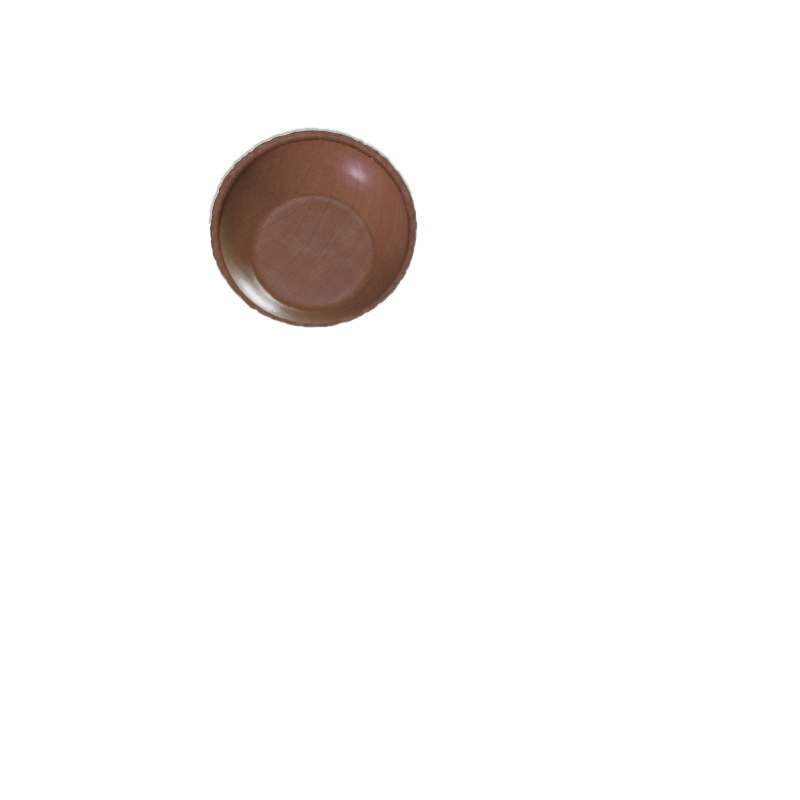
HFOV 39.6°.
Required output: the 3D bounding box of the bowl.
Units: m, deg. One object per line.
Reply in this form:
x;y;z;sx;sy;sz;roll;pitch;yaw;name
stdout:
-0.066;-0.120;0.838;0.162;0.155;0.058;1;20;-1;bowl
